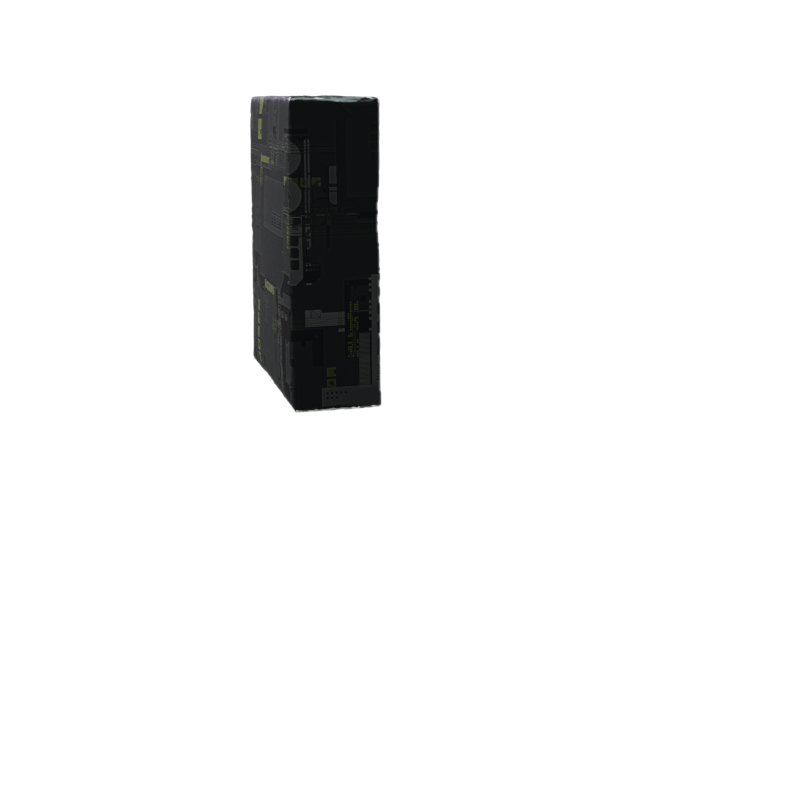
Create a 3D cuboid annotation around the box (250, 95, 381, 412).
[{"bbox_3d":[-0.064,-0.117,0.818,0.070,0.209,0.171,-2,11,-16],"label":"box"}]
